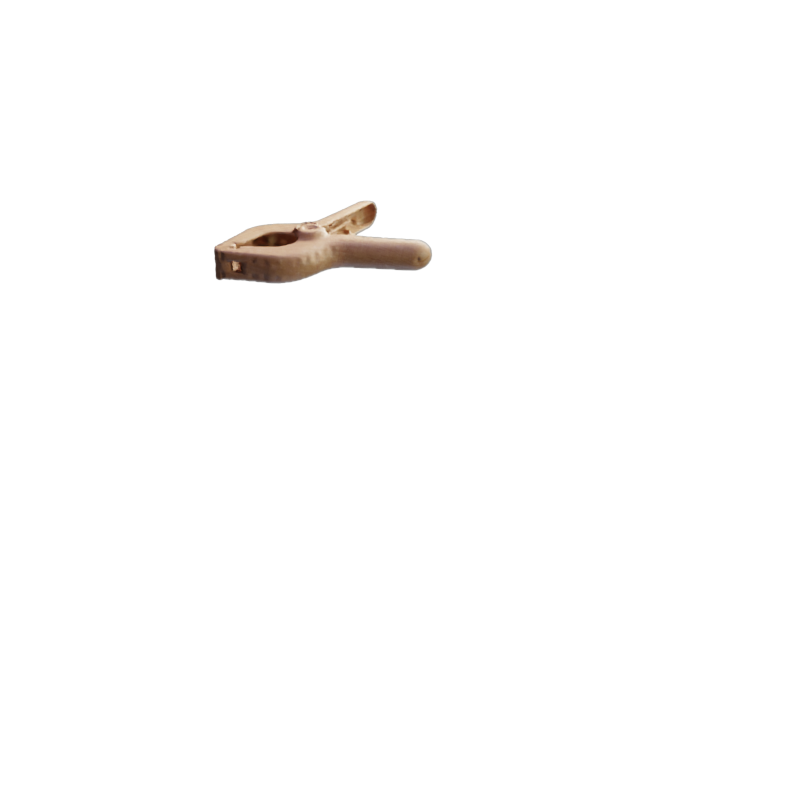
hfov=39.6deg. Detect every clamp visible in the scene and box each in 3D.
[{"bbox_3d":[-0.072,-0.131,0.915,0.169,0.037,0.127,-6,24,-13],"label":"clamp"}]
